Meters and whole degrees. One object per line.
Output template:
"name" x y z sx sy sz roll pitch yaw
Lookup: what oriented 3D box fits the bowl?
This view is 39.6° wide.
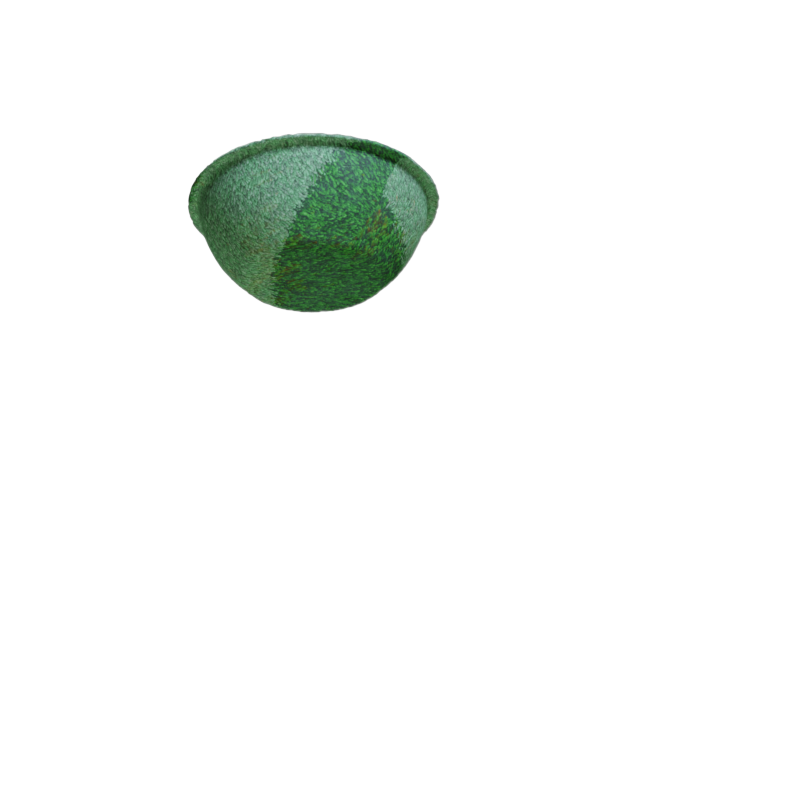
"bowl" -0.055 -0.100 0.703 0.162 0.058 0.153 1 -25 -2
